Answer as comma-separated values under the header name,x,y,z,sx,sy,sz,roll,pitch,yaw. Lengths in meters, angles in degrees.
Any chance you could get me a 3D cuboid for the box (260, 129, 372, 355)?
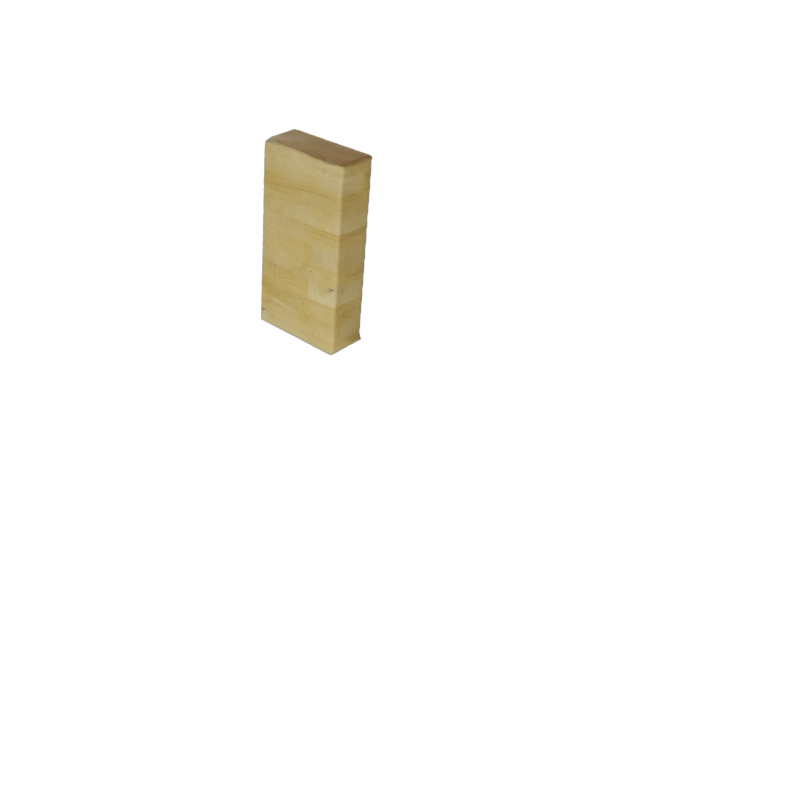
name,x,y,z,sx,sy,sz,roll,pitch,yaw
box,-0.075,-0.137,0.959,0.099,0.166,0.048,25,35,36
